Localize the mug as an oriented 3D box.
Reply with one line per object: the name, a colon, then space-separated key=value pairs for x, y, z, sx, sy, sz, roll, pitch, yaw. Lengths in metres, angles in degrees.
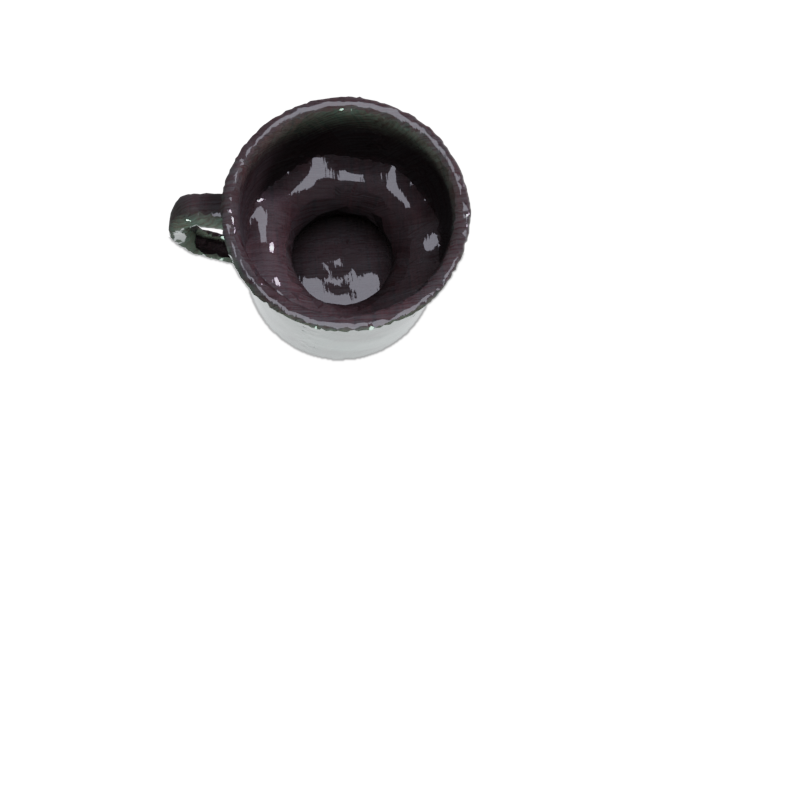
mug: x=-0.035 y=-0.064 z=0.449 sx=0.117 sy=0.097 sz=0.078 roll=3 pitch=-15 yaw=-1
